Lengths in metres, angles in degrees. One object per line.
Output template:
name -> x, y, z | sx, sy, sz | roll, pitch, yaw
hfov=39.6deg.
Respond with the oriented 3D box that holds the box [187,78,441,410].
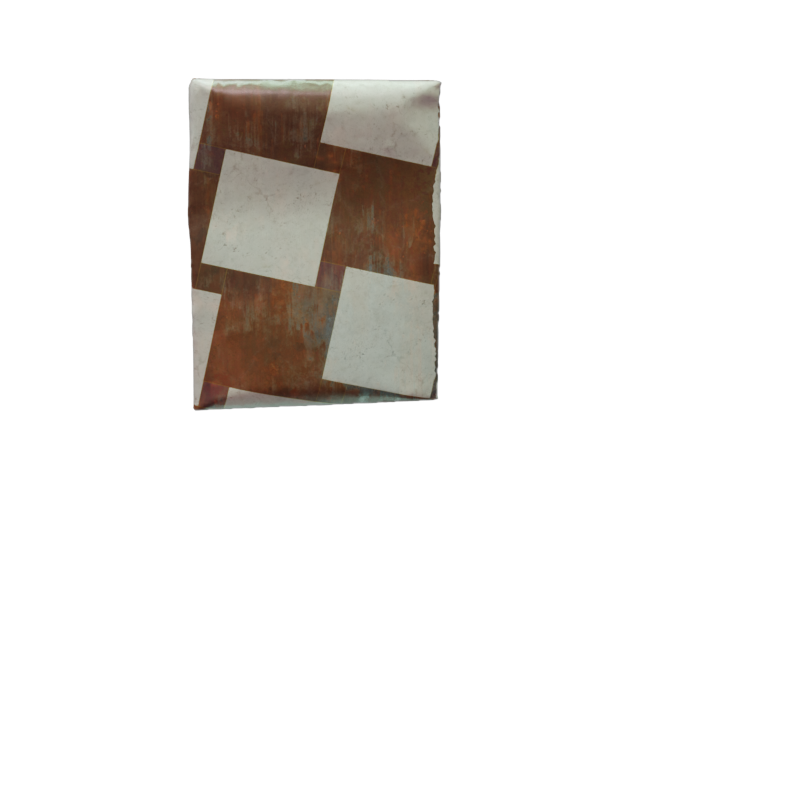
box -> -0.057, -0.105, 0.734 | 0.163, 0.210, 0.074 | -1, 8, -7
